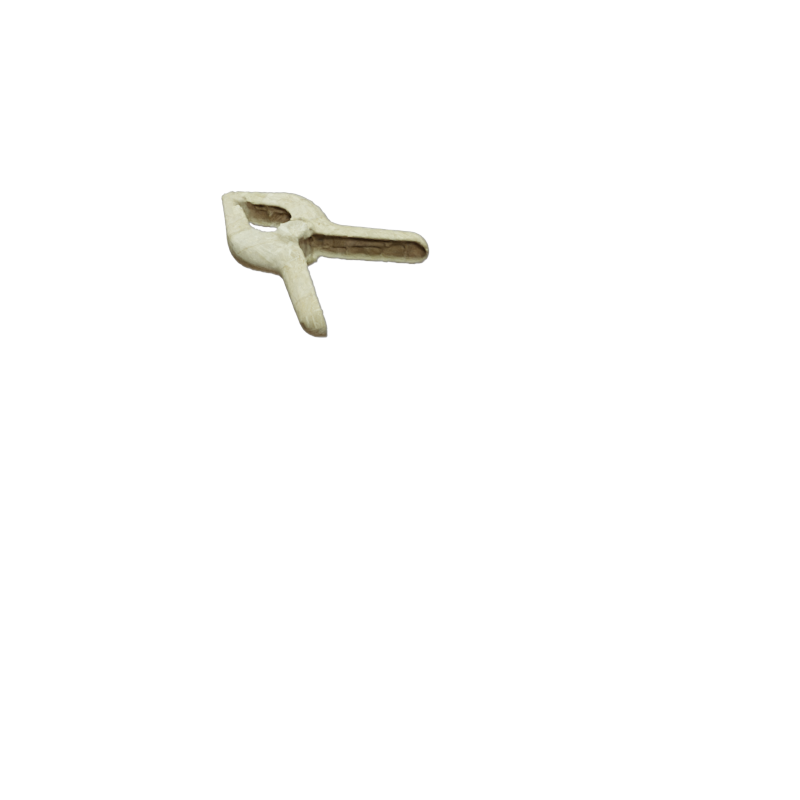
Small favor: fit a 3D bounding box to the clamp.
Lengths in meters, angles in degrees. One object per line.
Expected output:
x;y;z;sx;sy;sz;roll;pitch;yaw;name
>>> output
-0.066;-0.120;0.840;0.119;0.037;0.184;-27;49;-27;clamp
